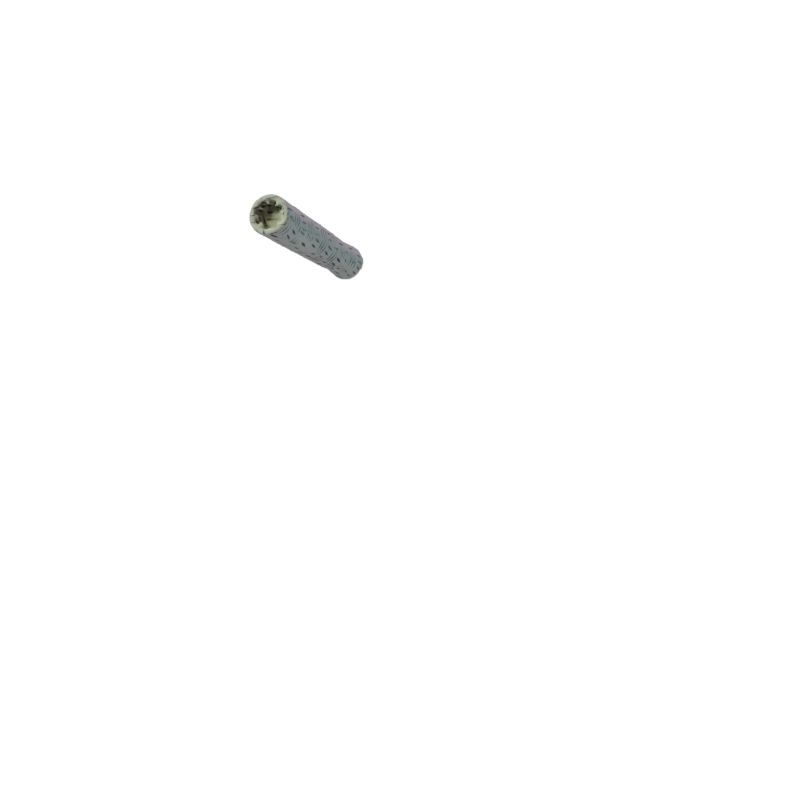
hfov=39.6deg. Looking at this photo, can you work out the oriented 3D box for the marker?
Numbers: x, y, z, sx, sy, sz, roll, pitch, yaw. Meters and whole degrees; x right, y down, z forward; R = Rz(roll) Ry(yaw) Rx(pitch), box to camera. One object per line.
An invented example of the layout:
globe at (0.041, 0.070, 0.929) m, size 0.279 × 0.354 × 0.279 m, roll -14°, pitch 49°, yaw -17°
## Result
marker at (-0.043, -0.077, 0.543) m, size 0.020 × 0.020 × 0.116 m, roll 2°, pitch -4°, yaw 16°
